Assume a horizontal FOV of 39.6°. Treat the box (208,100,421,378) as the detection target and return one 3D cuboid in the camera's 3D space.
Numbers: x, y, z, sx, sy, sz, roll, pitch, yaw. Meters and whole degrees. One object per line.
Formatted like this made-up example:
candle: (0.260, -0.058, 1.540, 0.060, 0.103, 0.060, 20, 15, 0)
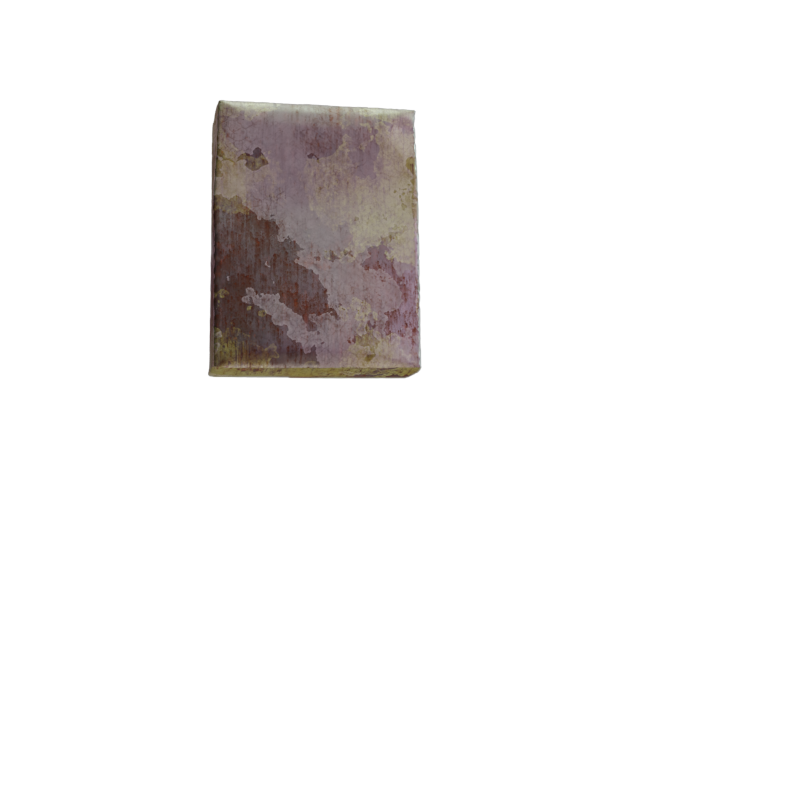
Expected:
box: (-0.069, -0.126, 0.883, 0.162, 0.220, 0.071, 1, -11, -9)
